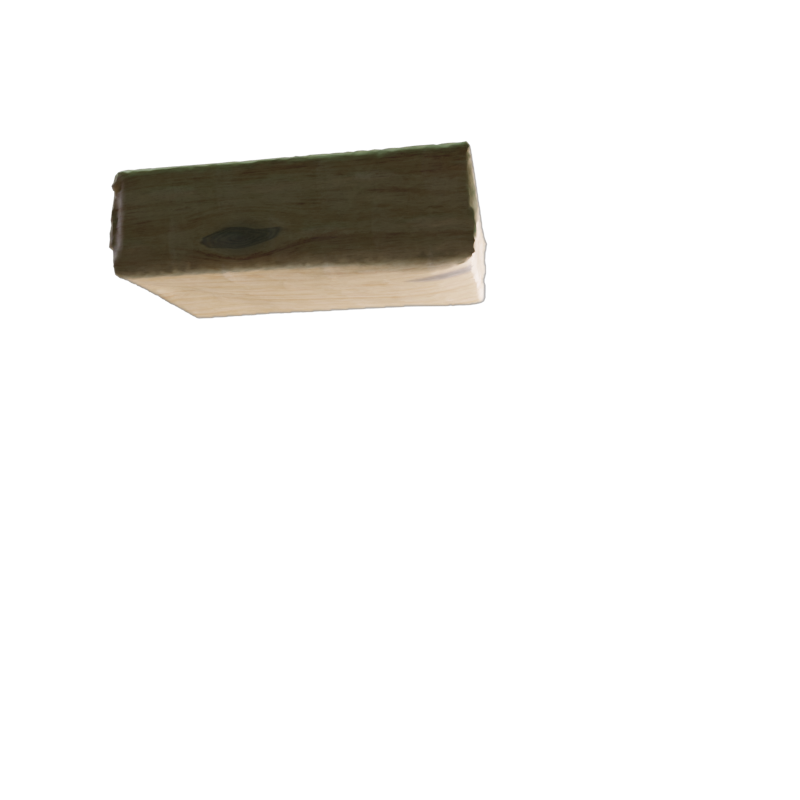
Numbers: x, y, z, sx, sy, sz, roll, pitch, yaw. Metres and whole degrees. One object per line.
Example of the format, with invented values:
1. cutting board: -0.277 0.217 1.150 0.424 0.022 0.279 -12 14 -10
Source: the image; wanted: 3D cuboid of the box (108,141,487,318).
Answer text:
1. box: -0.029 -0.053 0.372 0.115 0.040 0.087 -1 -5 8
